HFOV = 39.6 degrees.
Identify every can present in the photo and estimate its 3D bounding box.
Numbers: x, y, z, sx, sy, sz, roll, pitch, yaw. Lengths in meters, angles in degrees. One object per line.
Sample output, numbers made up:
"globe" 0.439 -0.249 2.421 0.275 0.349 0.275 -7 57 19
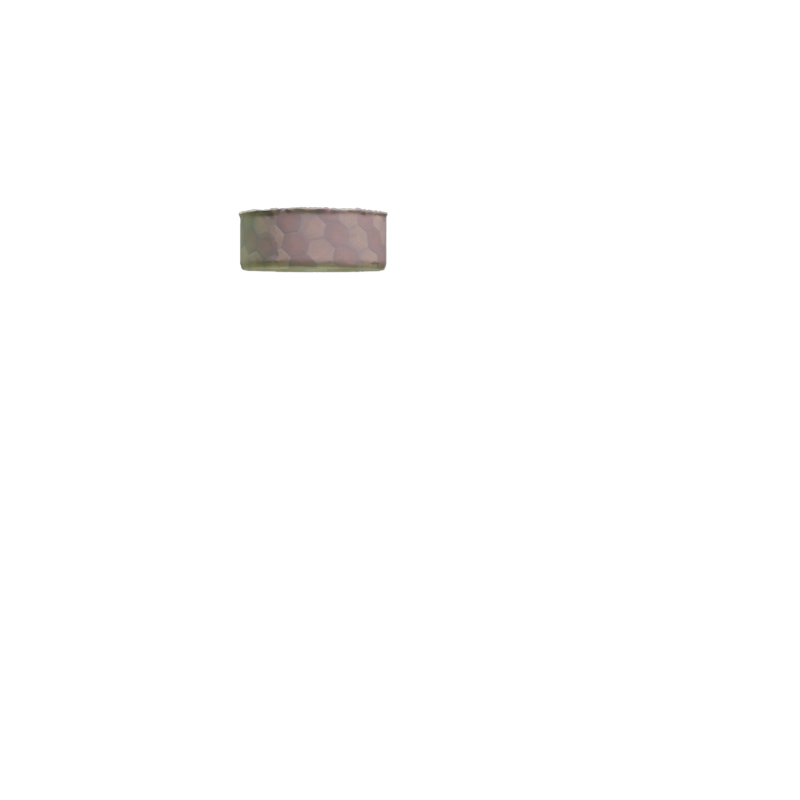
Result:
"can" -0.050 -0.091 0.638 0.086 0.034 0.086 0 4 -2
